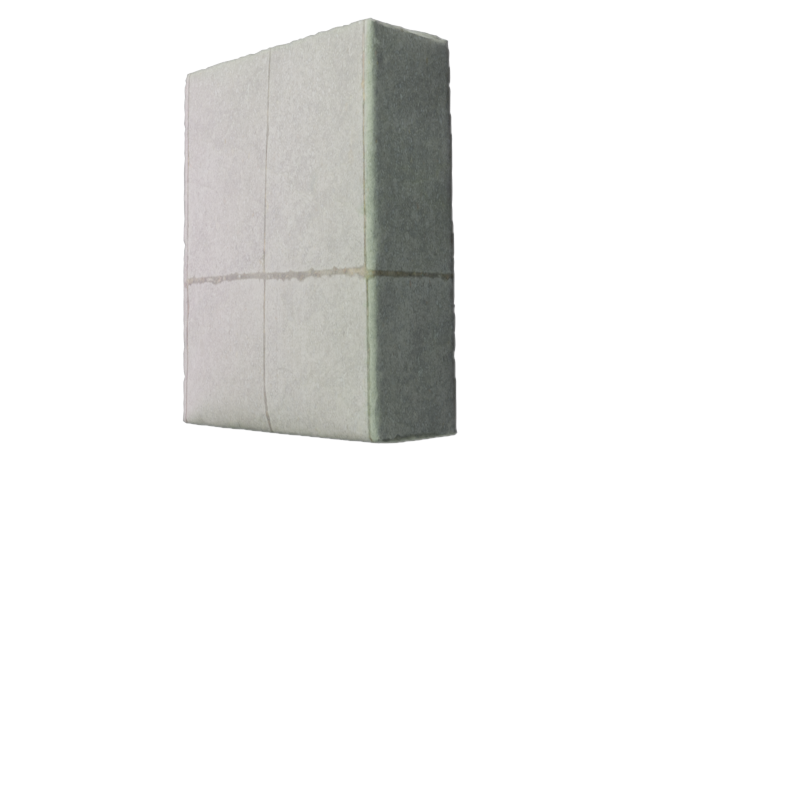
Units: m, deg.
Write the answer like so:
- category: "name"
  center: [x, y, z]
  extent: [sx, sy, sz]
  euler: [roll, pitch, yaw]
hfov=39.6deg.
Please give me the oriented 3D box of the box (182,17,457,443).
- category: "box"
  center: [-0.049, -0.090, 0.627]
  extent: [0.069, 0.216, 0.170]
  euler: [4, -4, -44]
